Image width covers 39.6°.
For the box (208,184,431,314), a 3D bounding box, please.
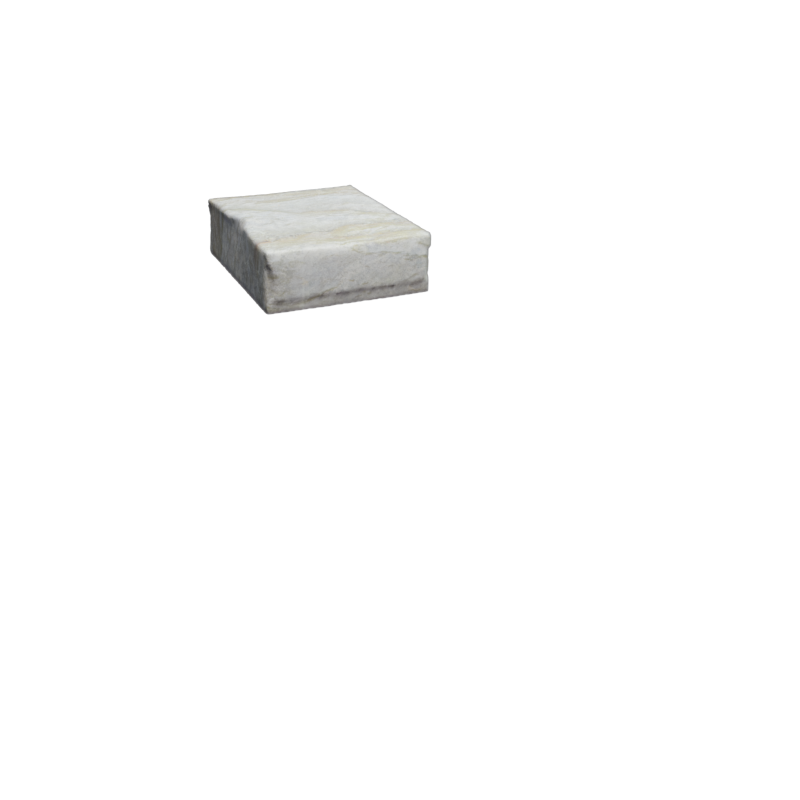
[{"bbox_3d":[-0.038,-0.070,0.489,0.072,0.029,0.095,-9,26,-20],"label":"box"}]
